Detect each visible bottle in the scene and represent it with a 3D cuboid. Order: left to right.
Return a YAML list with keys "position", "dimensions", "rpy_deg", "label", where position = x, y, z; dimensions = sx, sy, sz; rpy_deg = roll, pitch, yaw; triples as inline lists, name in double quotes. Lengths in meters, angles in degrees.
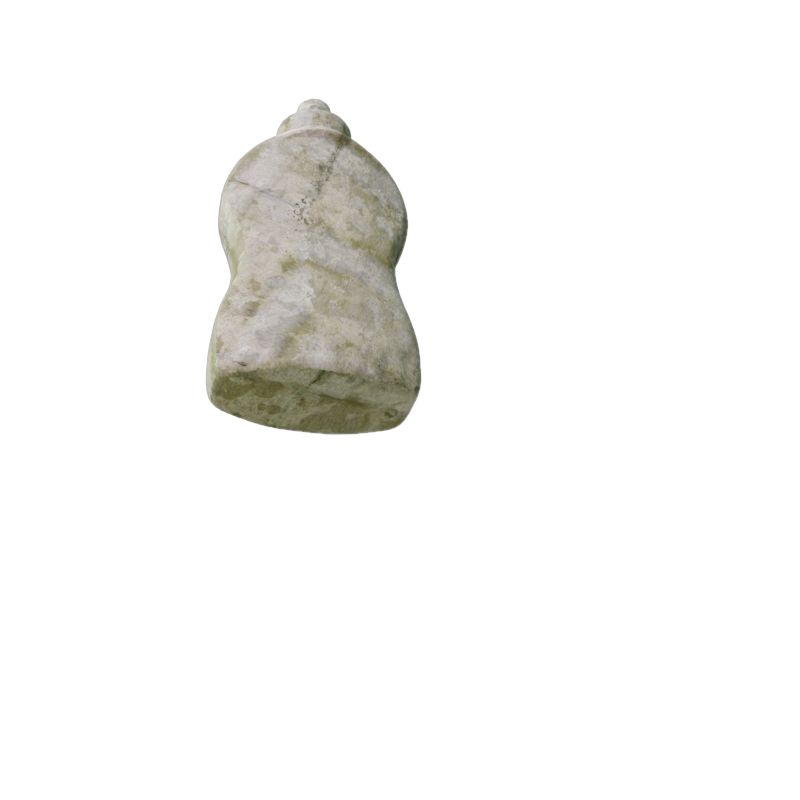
- position: [-0.043, -0.079, 0.555]
  dimensions: [0.095, 0.206, 0.055]
  rpy_deg: [5, -38, -10]
  label: "bottle"
